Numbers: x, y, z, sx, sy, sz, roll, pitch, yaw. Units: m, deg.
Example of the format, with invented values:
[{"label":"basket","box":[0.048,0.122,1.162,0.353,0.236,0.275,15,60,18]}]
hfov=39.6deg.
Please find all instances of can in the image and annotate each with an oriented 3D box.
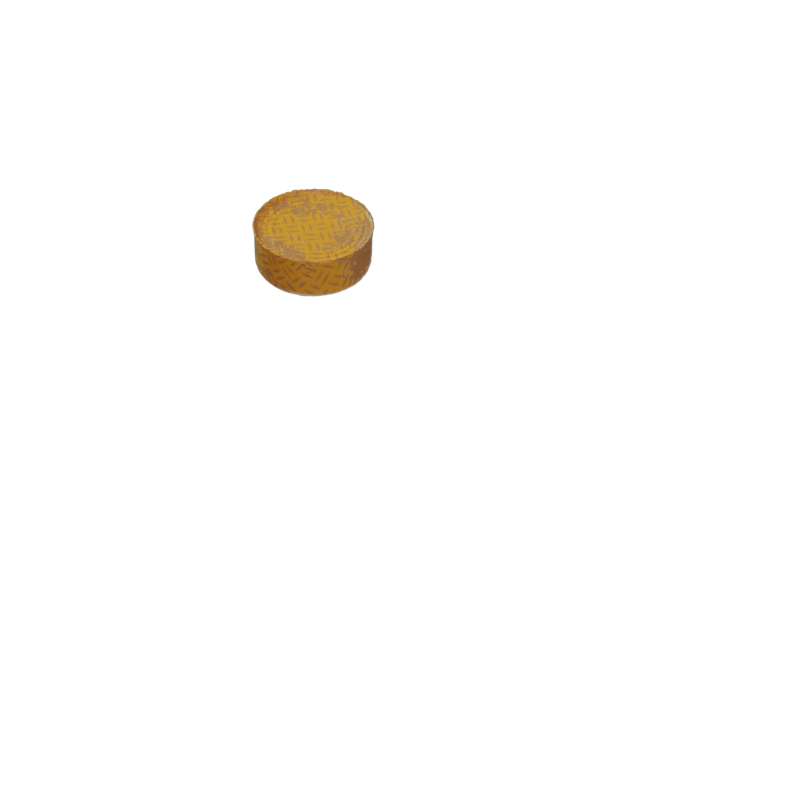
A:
[{"label":"can","box":[-0.062,-0.113,0.790,0.086,0.031,0.092,-1,43,-2]}]
